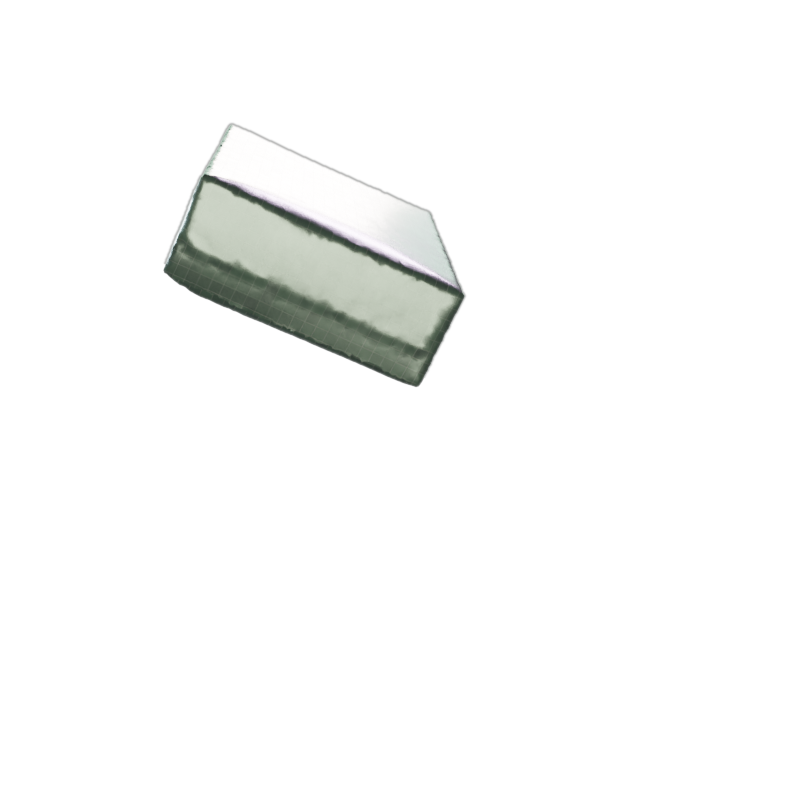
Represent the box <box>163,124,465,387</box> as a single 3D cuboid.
[{"bbox_3d":[-0.056,-0.103,0.719,0.161,0.070,0.223,23,17,-10],"label":"box"}]
